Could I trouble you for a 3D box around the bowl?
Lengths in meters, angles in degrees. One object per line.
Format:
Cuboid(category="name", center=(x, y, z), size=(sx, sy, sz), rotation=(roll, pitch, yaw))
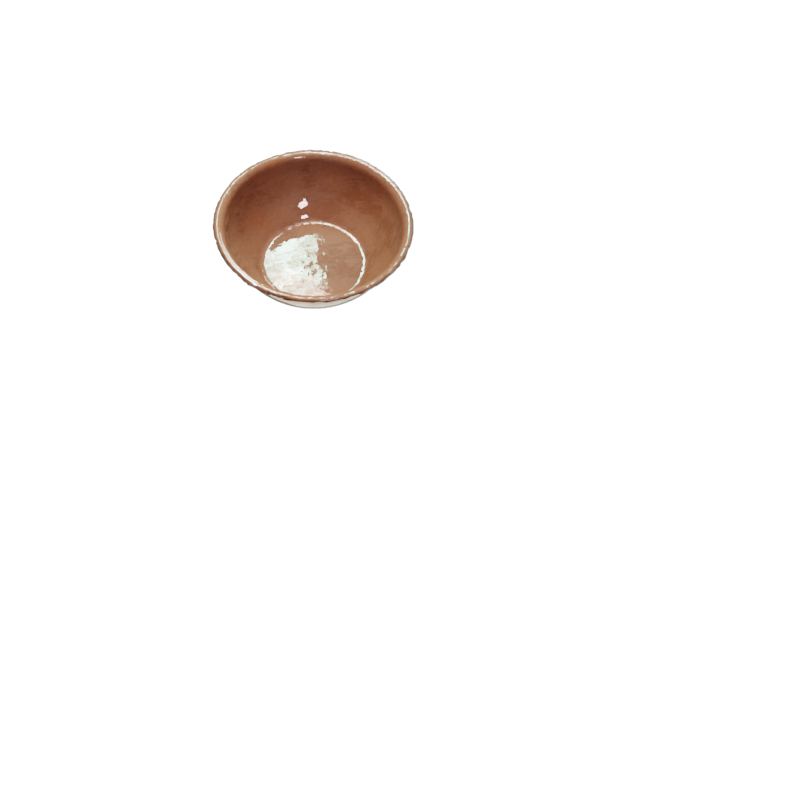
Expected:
Cuboid(category="bowl", center=(-0.072, -0.130, 0.913), size=(0.162, 0.174, 0.051), rotation=(-1, -36, -1))
